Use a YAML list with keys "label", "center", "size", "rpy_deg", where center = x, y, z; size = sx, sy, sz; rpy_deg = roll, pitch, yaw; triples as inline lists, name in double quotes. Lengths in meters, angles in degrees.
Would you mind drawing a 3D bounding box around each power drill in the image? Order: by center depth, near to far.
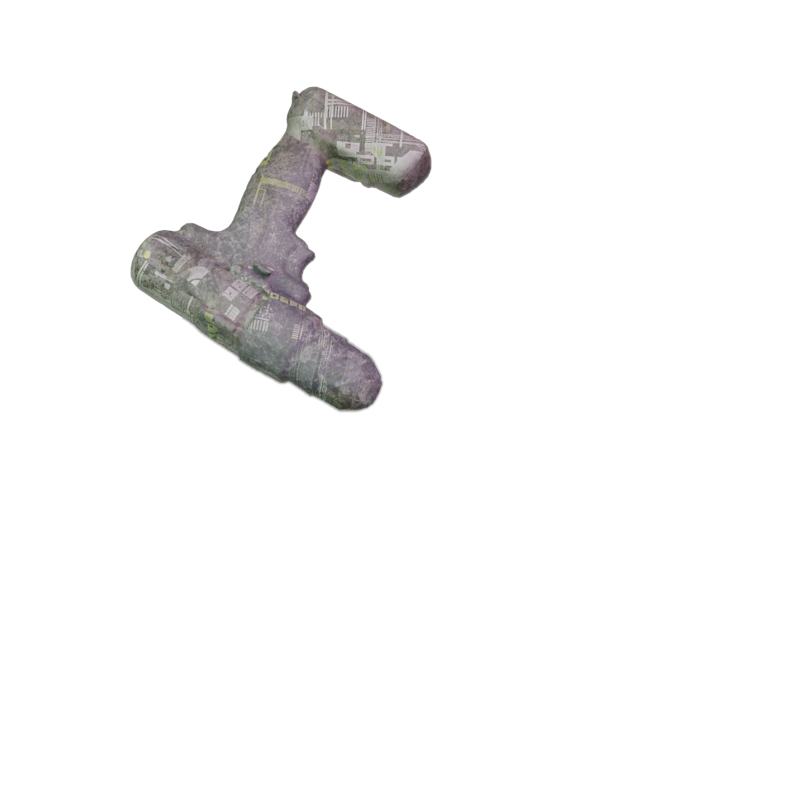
- label: "power drill"
  center: [-0.057, -0.105, 0.734]
  size: [0.190, 0.192, 0.054]
  rpy_deg: [30, -21, 12]
